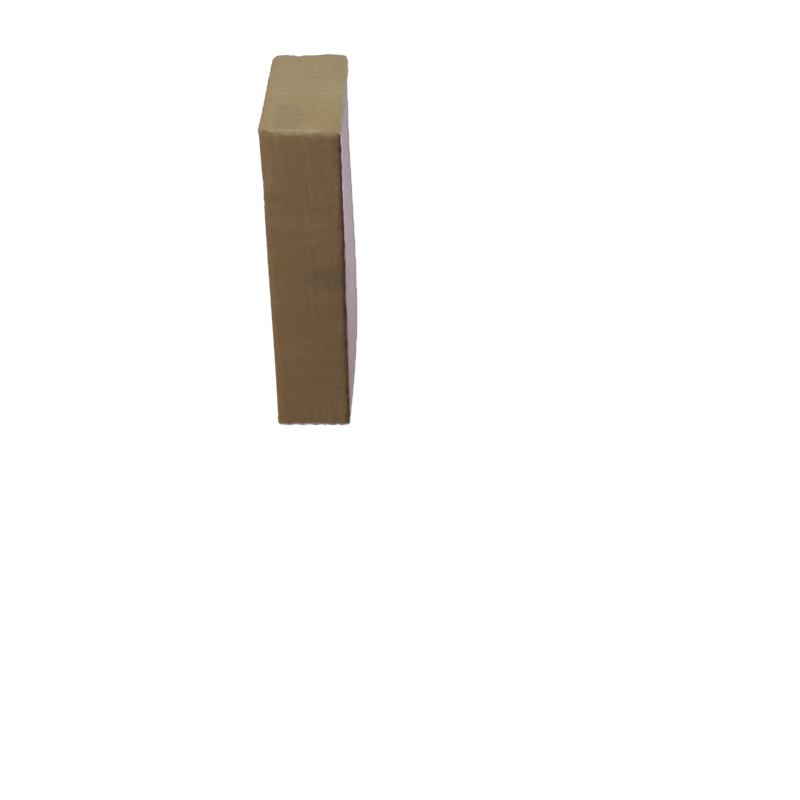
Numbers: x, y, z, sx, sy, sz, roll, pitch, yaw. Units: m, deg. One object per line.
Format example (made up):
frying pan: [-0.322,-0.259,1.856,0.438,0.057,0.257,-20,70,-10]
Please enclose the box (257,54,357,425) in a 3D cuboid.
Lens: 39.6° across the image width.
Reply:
box: [-0.046,-0.083,0.585,0.048,0.165,0.099,2,35,-1]
